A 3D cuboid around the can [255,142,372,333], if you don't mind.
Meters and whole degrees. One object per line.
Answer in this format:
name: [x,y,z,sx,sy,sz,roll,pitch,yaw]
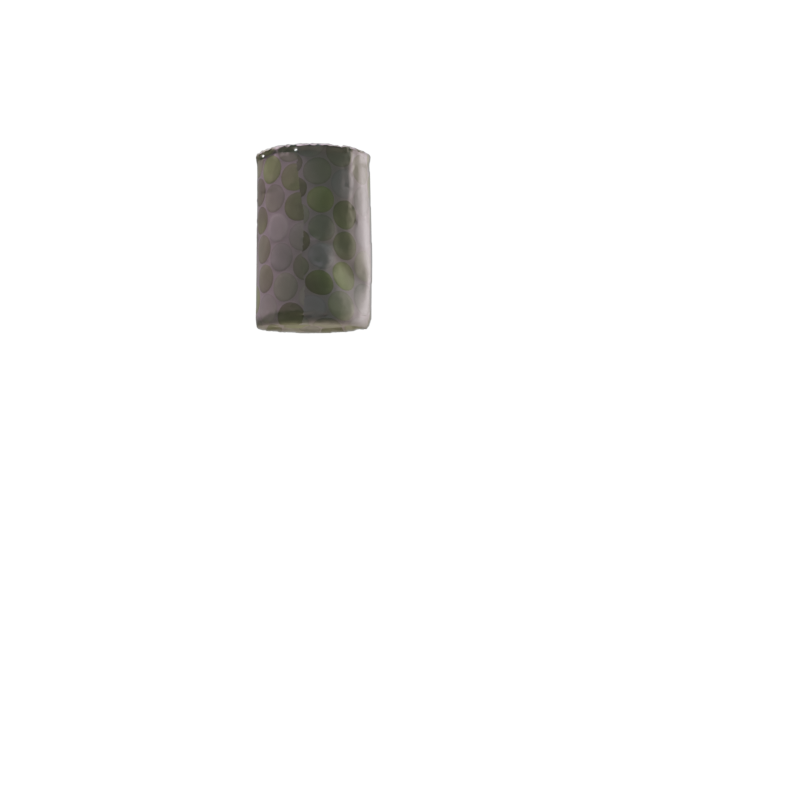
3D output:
can: [-0.051,-0.092,0.647,0.068,0.104,0.067,0,-6,-2]
